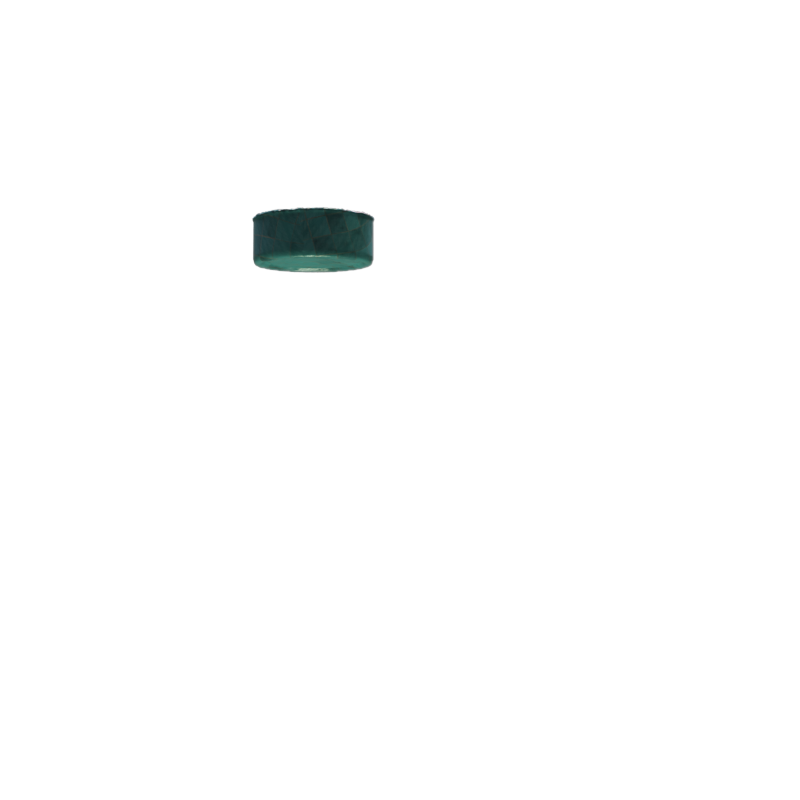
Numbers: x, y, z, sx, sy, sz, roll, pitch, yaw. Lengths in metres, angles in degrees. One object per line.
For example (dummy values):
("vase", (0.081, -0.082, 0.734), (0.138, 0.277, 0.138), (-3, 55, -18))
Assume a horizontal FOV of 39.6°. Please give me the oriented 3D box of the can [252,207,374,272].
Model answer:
("can", (-0.061, -0.111, 0.777), (0.086, 0.034, 0.085), (0, -2, -2))
